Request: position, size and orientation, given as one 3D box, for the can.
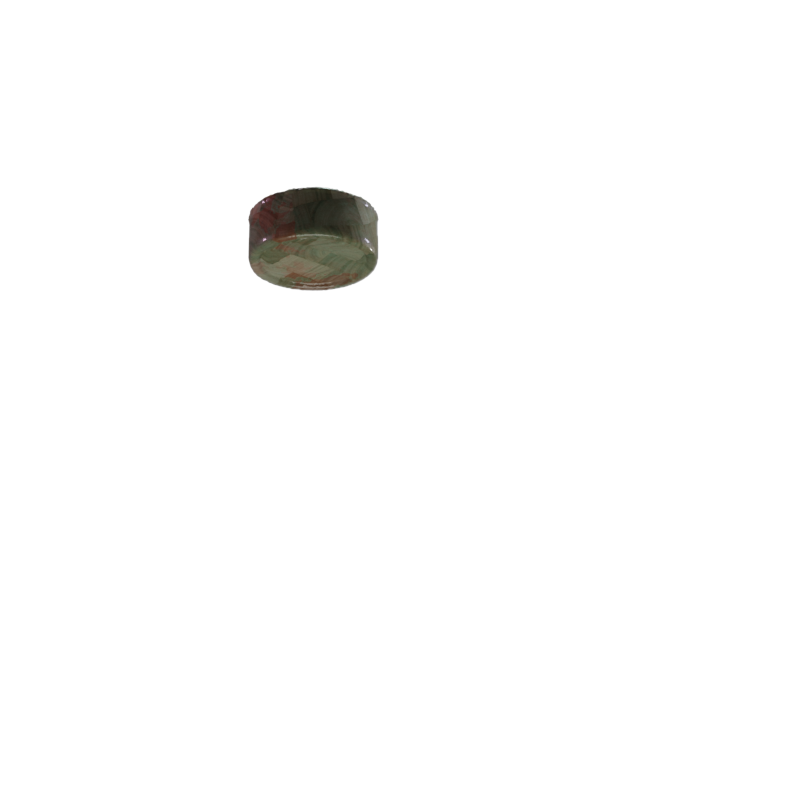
[{"bbox_3d":[-0.057,-0.104,0.725,0.086,0.035,0.081,0,-22,-2],"label":"can"}]
